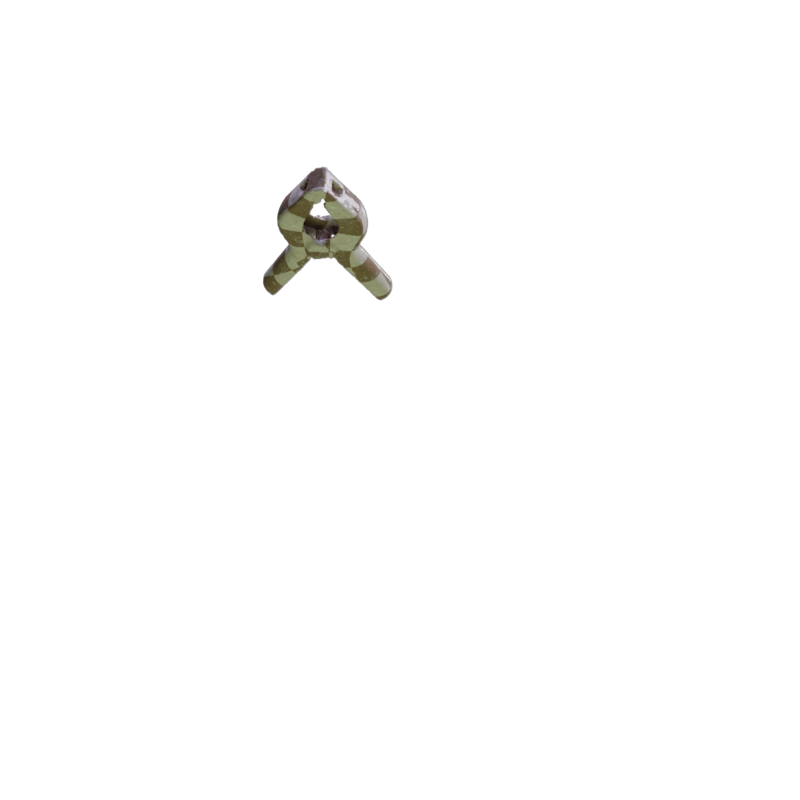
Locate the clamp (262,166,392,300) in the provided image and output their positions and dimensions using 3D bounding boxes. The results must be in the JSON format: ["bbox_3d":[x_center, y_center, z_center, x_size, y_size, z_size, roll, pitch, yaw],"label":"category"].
[{"bbox_3d":[-0.077,-0.141,0.988,0.121,0.042,0.158,-6,-36,8],"label":"clamp"}]
